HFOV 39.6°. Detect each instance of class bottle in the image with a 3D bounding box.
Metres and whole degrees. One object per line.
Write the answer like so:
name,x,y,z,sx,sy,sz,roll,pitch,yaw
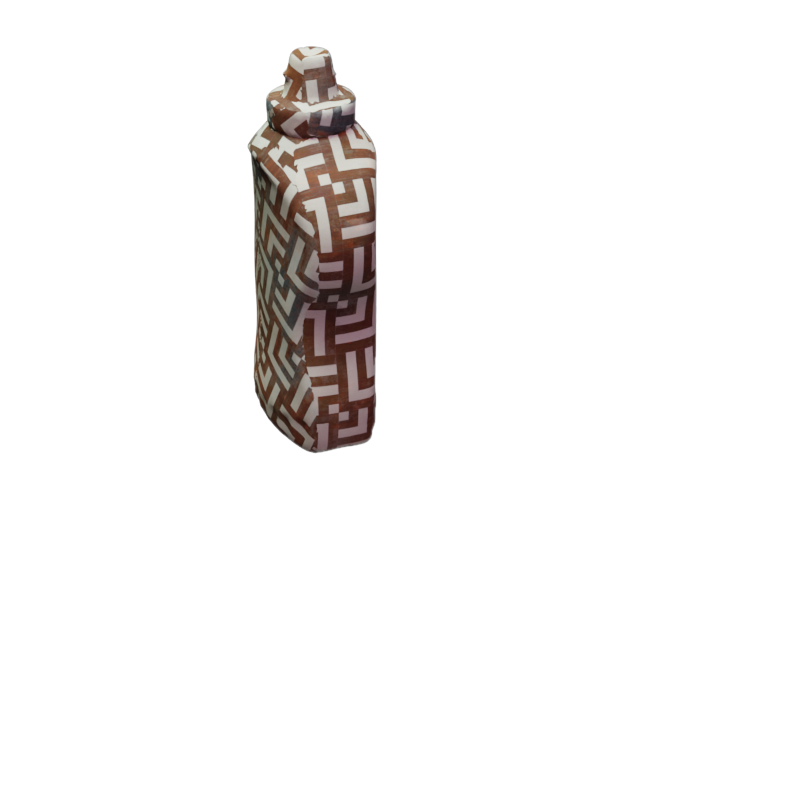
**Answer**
bottle,-0.043,-0.077,0.538,0.057,0.180,0.103,-8,32,-17
